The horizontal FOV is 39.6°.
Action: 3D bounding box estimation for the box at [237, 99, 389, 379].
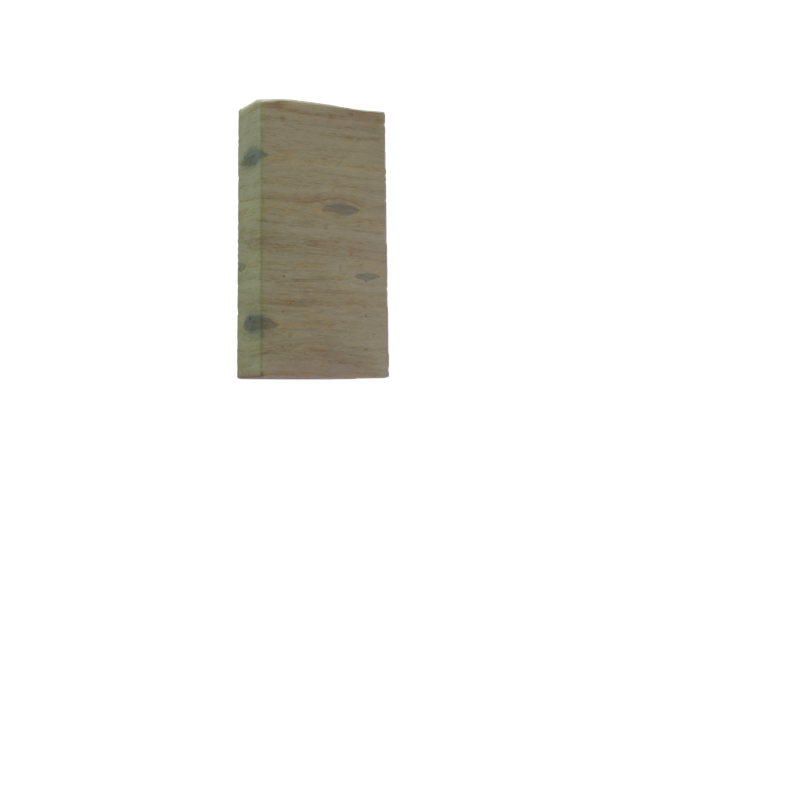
[{"bbox_3d":[-0.056,-0.102,0.715,0.090,0.179,0.049,2,-6,-27],"label":"box"}]
